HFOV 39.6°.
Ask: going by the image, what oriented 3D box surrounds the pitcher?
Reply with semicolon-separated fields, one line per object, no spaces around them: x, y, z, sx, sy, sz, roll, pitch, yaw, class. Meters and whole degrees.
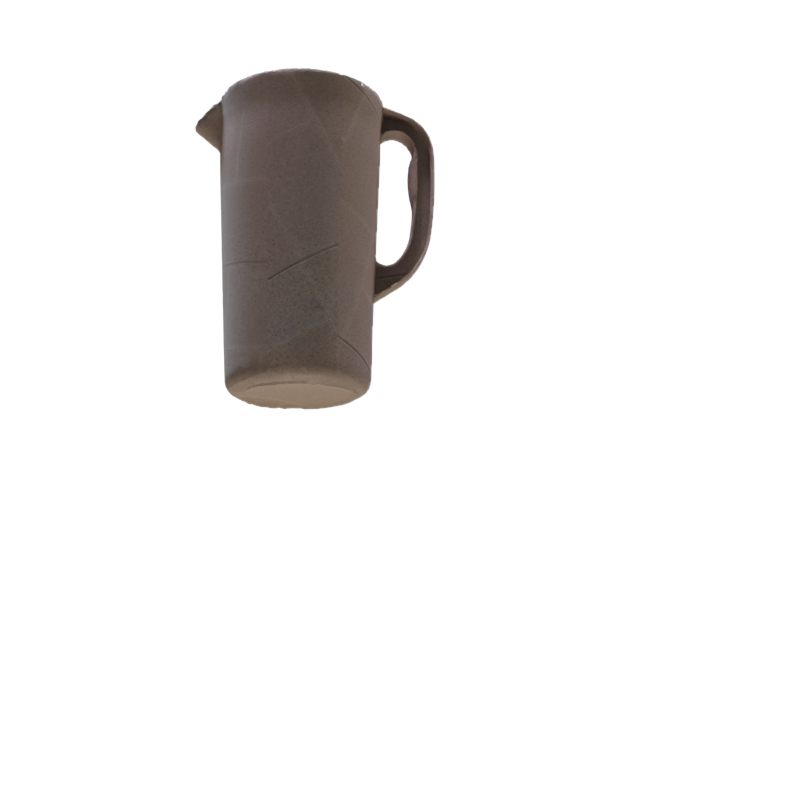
-0.067;-0.122;0.852;0.152;0.254;0.136;-15;-23;37;pitcher
